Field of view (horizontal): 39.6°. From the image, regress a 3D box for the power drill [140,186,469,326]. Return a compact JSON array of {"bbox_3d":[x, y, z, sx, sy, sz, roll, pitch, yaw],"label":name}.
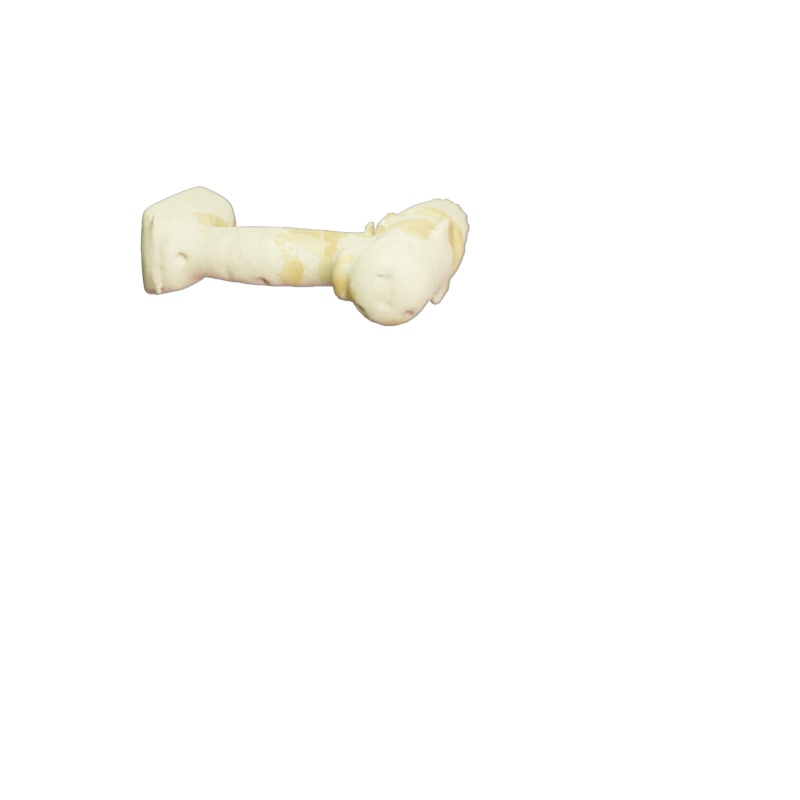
[{"bbox_3d":[-0.055,-0.100,0.700,0.192,0.055,0.187,5,19,14],"label":"power drill"}]
